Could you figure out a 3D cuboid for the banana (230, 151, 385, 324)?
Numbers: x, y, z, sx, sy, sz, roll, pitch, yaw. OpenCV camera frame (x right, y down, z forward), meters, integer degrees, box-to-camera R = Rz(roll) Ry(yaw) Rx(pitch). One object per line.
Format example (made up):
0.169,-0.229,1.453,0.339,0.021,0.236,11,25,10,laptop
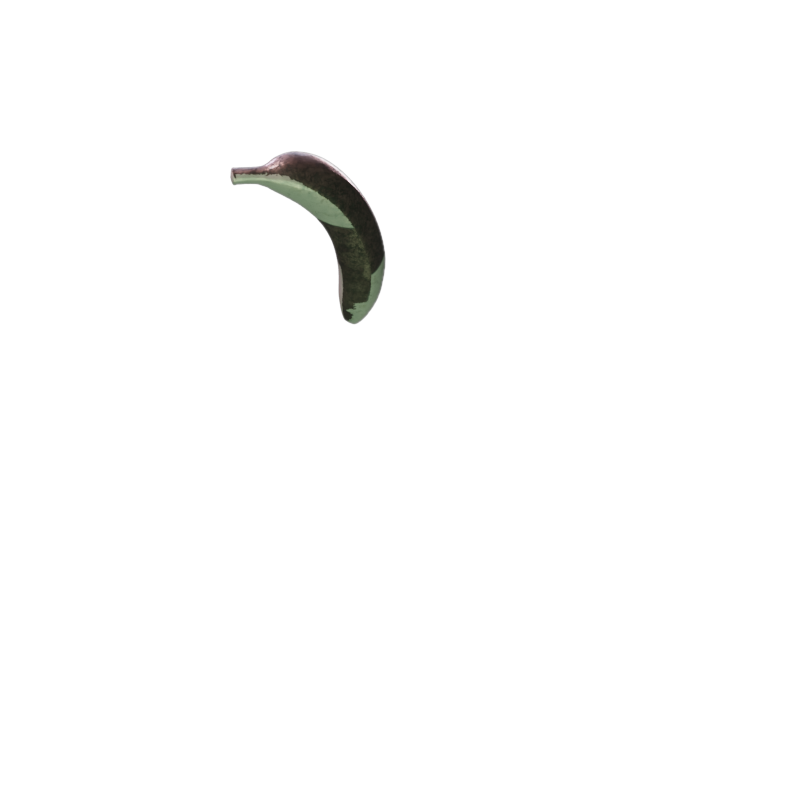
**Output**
-0.050,-0.126,0.826,0.070,0.039,0.182,-17,-40,20,banana
